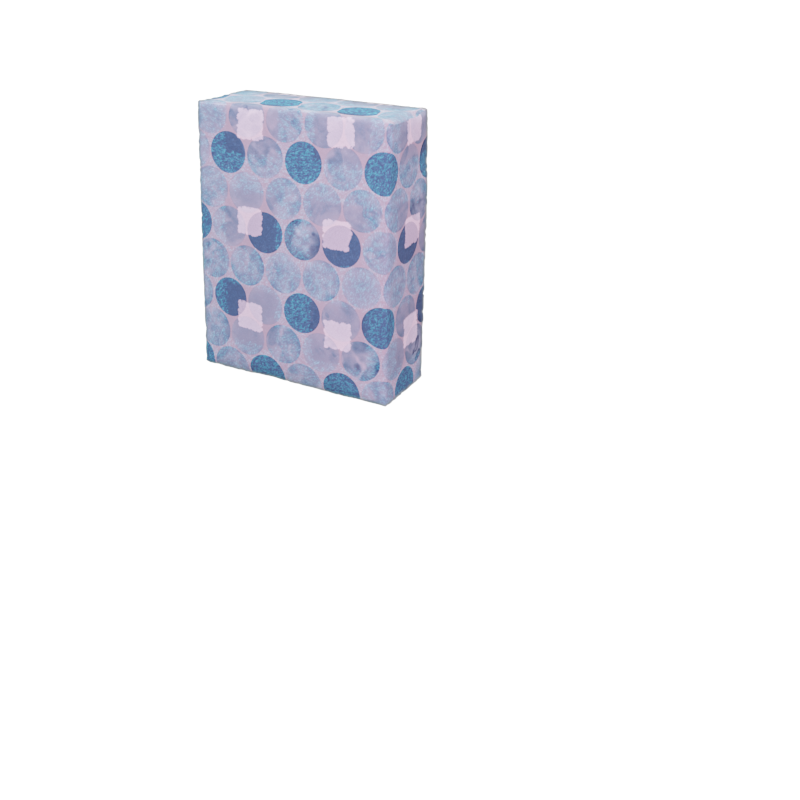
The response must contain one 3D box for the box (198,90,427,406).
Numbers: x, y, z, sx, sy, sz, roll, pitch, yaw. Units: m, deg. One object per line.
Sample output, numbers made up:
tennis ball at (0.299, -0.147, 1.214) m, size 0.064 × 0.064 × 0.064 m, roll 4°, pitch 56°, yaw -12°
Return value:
box at (-0.066, -0.120, 0.841) m, size 0.171 × 0.205 × 0.072 m, roll 12°, pitch 22°, yaw 28°
